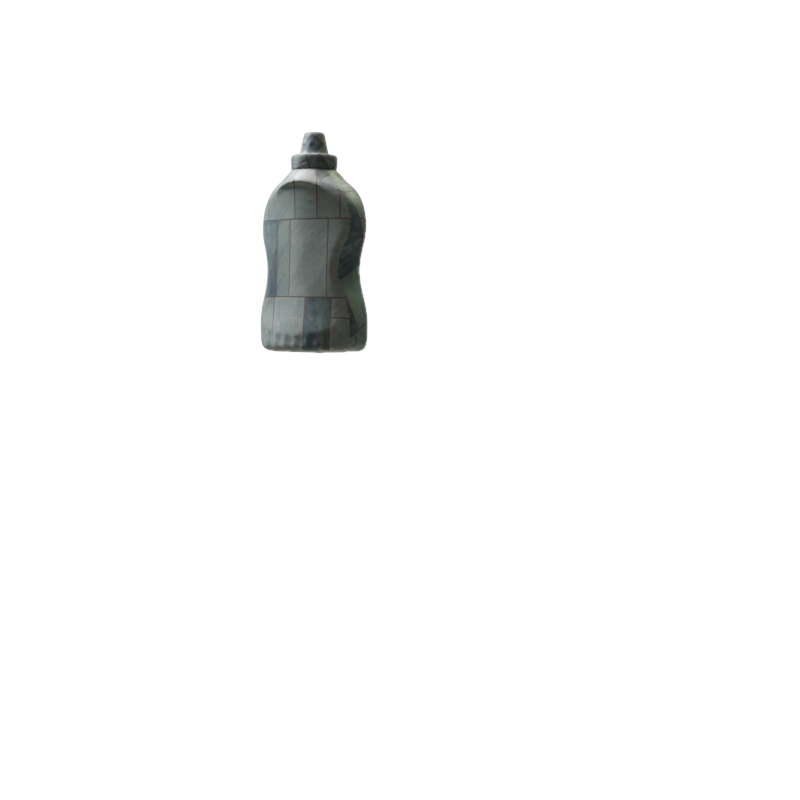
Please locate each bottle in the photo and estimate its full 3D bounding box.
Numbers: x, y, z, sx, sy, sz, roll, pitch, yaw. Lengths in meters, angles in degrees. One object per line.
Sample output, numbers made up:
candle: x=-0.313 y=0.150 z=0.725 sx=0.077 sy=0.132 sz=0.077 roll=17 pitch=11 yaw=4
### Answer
bottle: x=-0.076 y=-0.139 z=0.971 sx=0.099 sy=0.193 sz=0.056 roll=-1 pitch=-3 yaw=34
